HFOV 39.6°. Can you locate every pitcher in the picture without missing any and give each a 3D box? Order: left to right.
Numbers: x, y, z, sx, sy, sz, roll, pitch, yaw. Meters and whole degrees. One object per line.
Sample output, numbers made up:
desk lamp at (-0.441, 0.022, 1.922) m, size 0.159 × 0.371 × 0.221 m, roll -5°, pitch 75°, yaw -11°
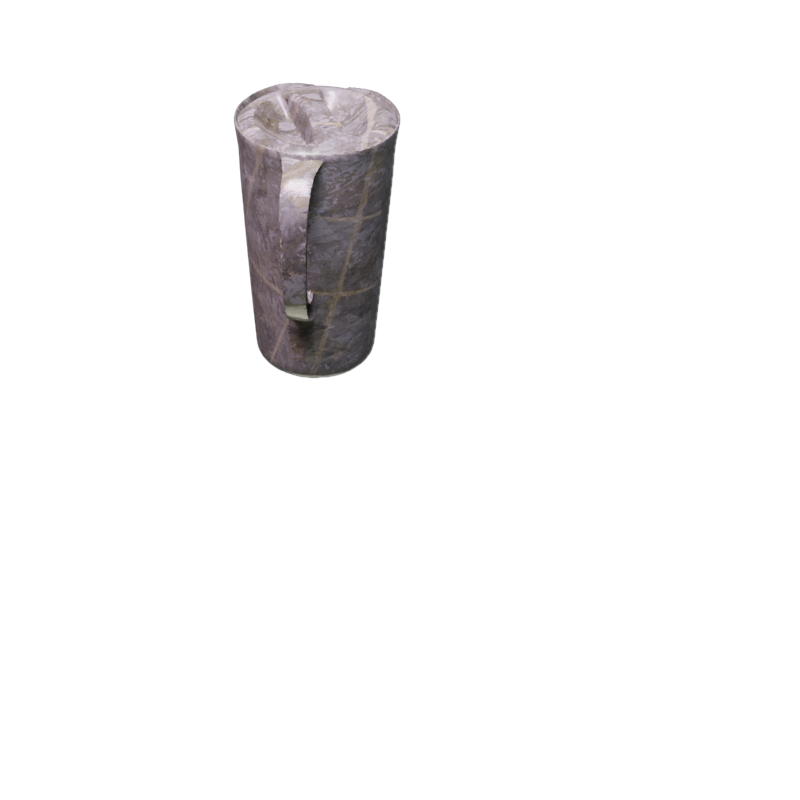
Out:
pitcher at (-0.074, -0.134, 0.941) m, size 0.148 × 0.227 × 0.156 m, roll -24°, pitch 44°, yaw -31°
